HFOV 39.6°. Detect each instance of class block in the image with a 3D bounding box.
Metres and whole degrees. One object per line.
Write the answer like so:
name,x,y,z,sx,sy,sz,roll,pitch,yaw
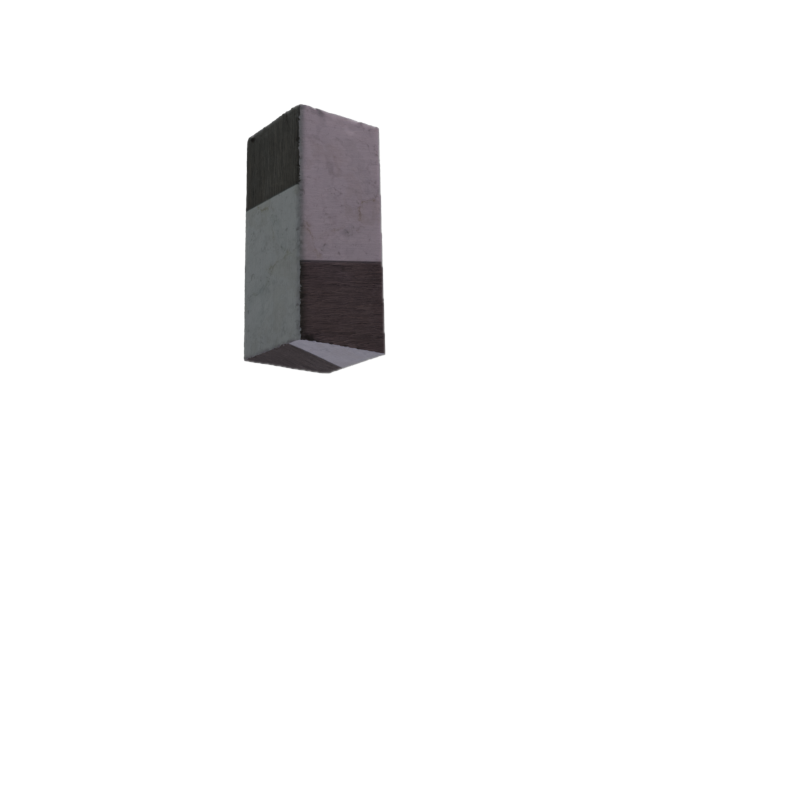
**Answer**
block,-0.076,-0.137,0.959,0.086,0.215,0.091,12,-22,-35
